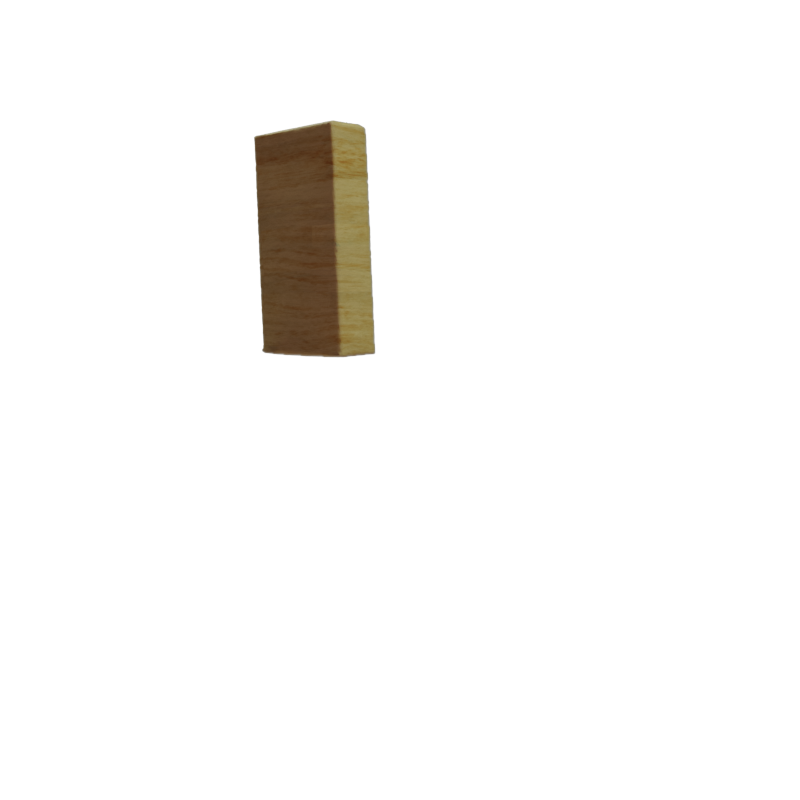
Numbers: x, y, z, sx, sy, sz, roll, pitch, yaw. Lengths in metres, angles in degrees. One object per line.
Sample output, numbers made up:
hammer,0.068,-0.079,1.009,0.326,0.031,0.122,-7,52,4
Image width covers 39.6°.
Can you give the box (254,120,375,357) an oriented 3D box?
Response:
box,-0.067,-0.123,0.862,0.097,0.178,0.046,-2,-4,45
